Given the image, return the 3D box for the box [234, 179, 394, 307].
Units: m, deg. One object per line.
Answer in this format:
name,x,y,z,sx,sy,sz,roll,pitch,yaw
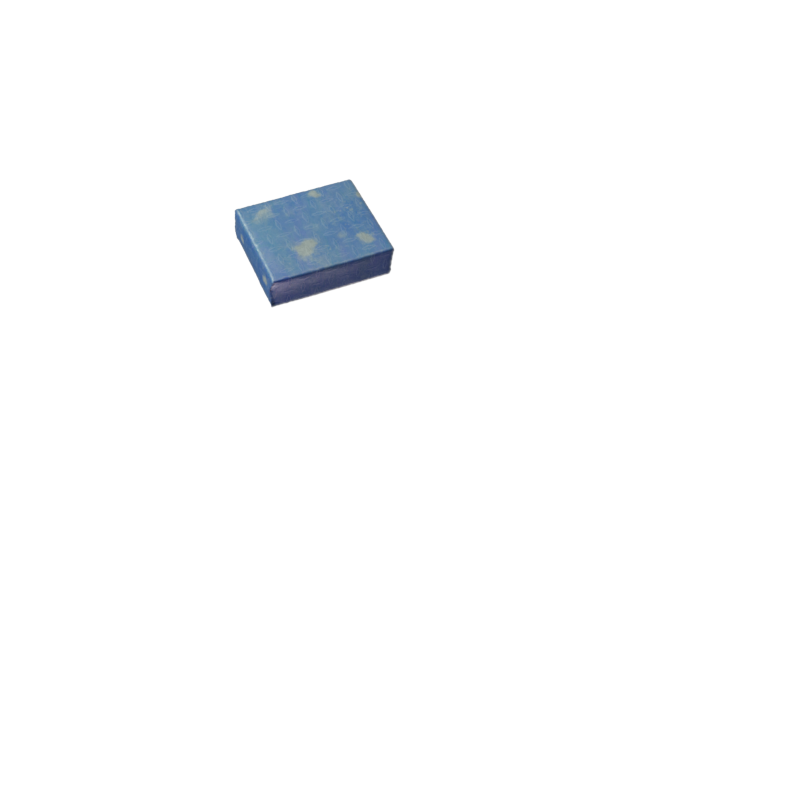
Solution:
box,-0.074,-0.135,0.947,0.112,0.097,0.036,-19,-37,-15
